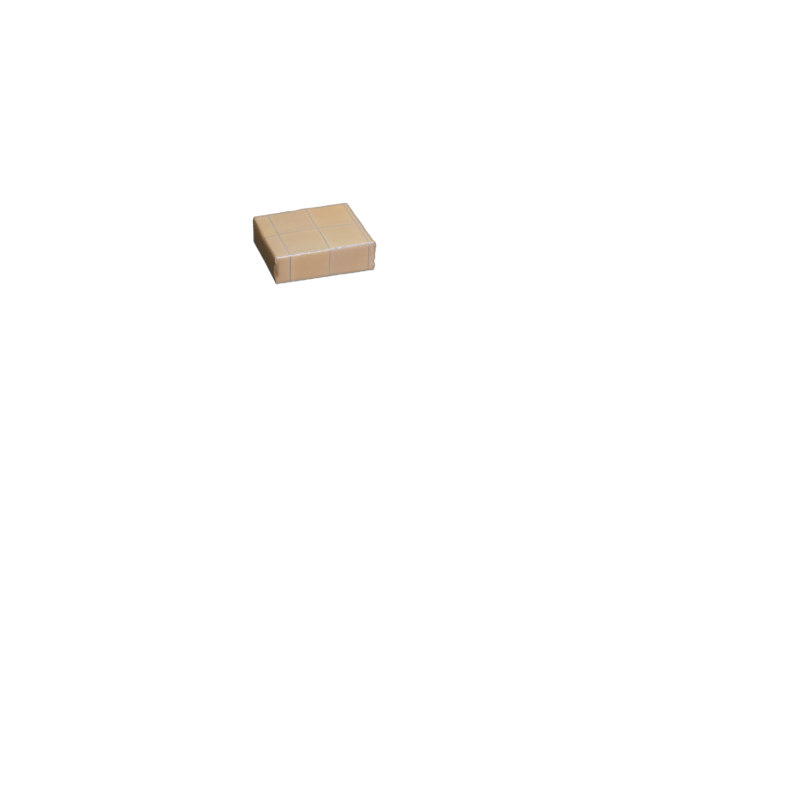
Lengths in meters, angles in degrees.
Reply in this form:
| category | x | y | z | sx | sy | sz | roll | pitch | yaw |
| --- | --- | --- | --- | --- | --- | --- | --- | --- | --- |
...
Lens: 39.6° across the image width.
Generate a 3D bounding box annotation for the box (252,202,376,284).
| category | x | y | z | sx | sy | sz | roll | pitch | yaw |
| --- | --- | --- | --- | --- | --- | --- | --- | --- | --- |
| box | -0.073 | -0.134 | 0.939 | 0.088 | 0.028 | 0.079 | -11 | 37 | -15 |
